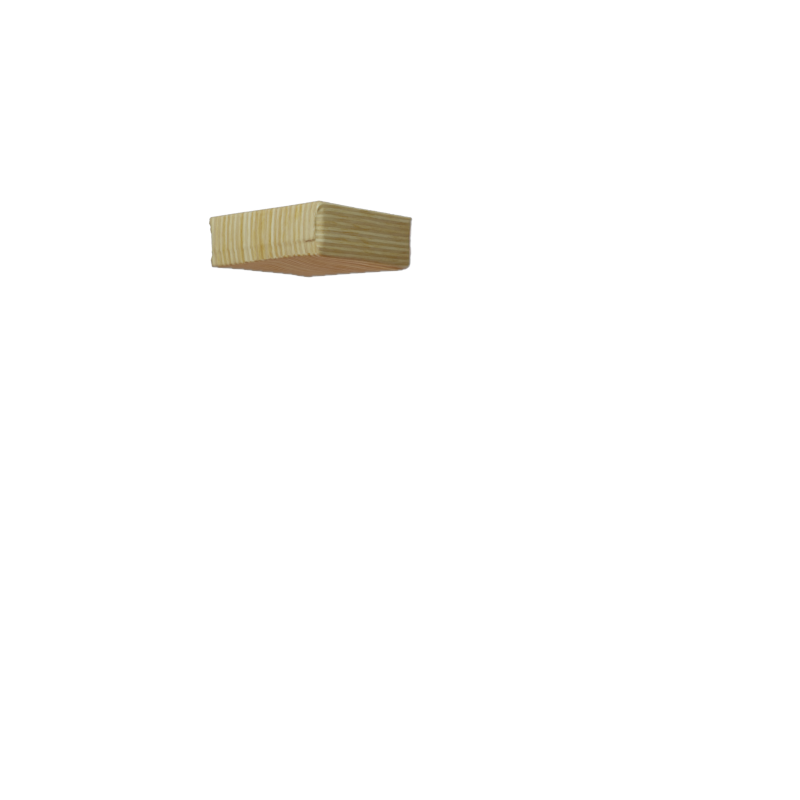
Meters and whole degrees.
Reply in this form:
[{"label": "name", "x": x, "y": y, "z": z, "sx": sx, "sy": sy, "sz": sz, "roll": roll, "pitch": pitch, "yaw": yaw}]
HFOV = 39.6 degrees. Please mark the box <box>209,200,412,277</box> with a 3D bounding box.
[{"label": "box", "x": -0.058, "y": -0.105, "z": 0.738, "sx": 0.093, "sy": 0.039, "sz": 0.109, "roll": -1, "pitch": -1, "yaw": 34}]
